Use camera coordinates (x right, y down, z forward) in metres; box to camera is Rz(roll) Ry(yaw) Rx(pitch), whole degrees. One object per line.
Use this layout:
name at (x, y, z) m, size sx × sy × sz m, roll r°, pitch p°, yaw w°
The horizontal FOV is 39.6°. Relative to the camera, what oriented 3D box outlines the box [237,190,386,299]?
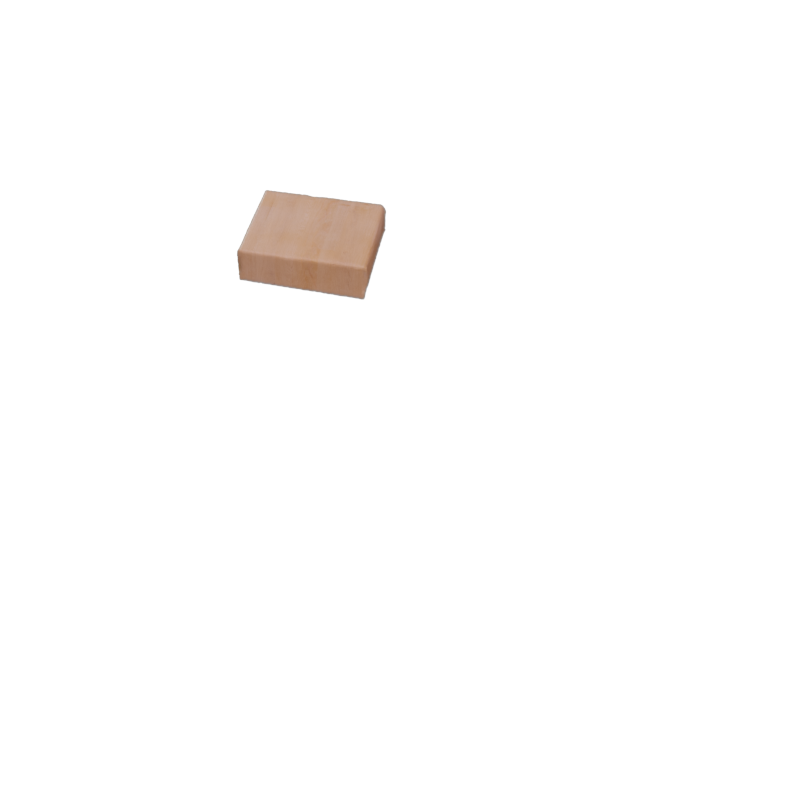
box at (-0.059, -0.109, 0.761) m, size 0.091 × 0.028 × 0.077 m, roll 8°, pitch 43°, yaw 8°
